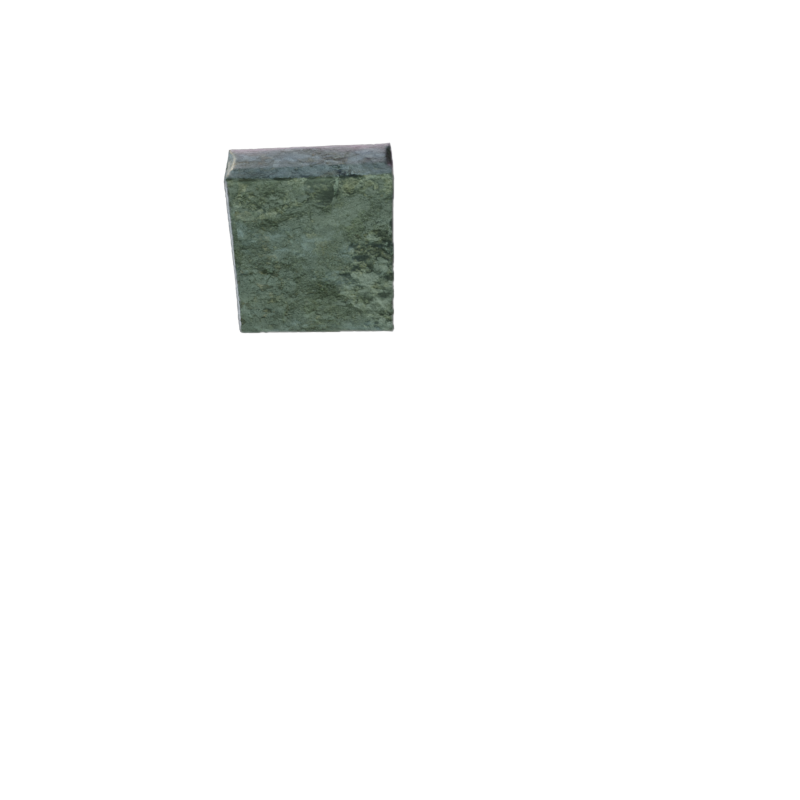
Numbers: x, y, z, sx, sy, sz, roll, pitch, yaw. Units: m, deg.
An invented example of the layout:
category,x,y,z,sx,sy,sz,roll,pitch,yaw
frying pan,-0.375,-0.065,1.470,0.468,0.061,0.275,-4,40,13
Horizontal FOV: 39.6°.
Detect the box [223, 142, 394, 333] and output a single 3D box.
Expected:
category,x,y,z,sx,sy,sz,roll,pitch,yaw
box,-0.040,-0.072,0.505,0.073,0.083,0.032,-1,38,0
